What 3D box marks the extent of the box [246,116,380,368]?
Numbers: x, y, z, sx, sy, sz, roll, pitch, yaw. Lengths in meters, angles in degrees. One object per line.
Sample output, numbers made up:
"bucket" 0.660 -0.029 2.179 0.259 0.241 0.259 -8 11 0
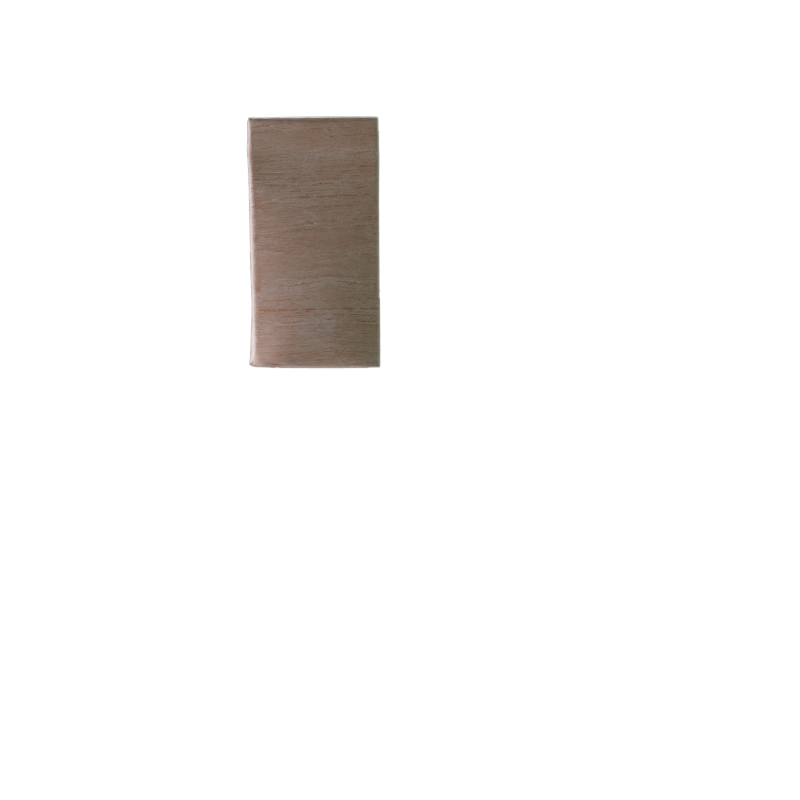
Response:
"box" -0.061 -0.112 0.785 0.093 0.175 0.049 0 4 -3
